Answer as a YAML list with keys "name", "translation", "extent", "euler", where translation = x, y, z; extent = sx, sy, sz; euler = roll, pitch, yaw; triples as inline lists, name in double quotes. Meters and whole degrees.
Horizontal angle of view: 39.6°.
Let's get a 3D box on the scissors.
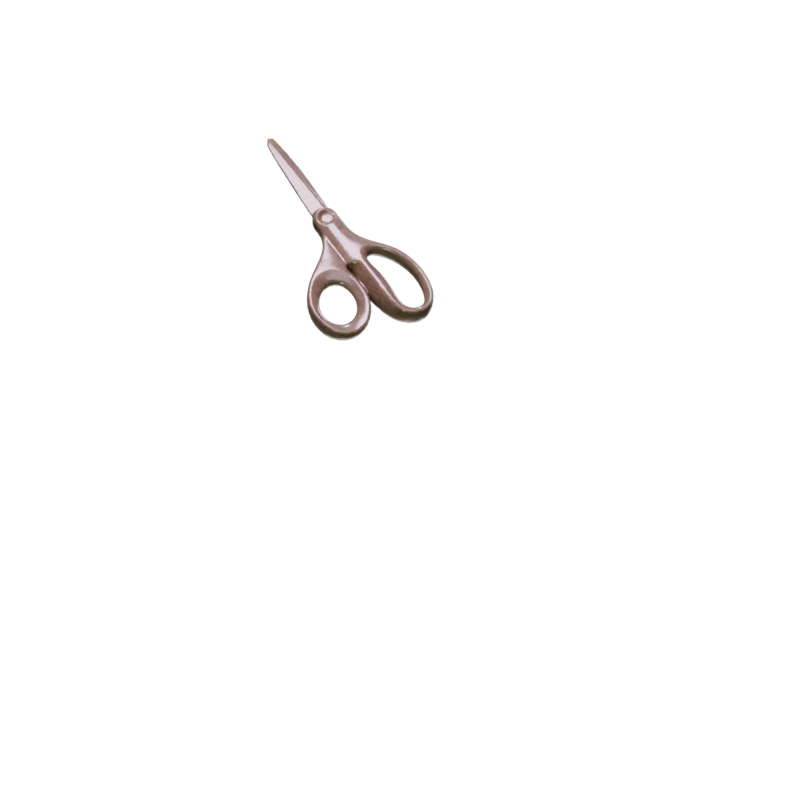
- name: "scissors"
  translation: [-0.063, -0.116, 0.810]
  extent: [0.097, 0.015, 0.214]
  euler: [-37, 62, -24]
